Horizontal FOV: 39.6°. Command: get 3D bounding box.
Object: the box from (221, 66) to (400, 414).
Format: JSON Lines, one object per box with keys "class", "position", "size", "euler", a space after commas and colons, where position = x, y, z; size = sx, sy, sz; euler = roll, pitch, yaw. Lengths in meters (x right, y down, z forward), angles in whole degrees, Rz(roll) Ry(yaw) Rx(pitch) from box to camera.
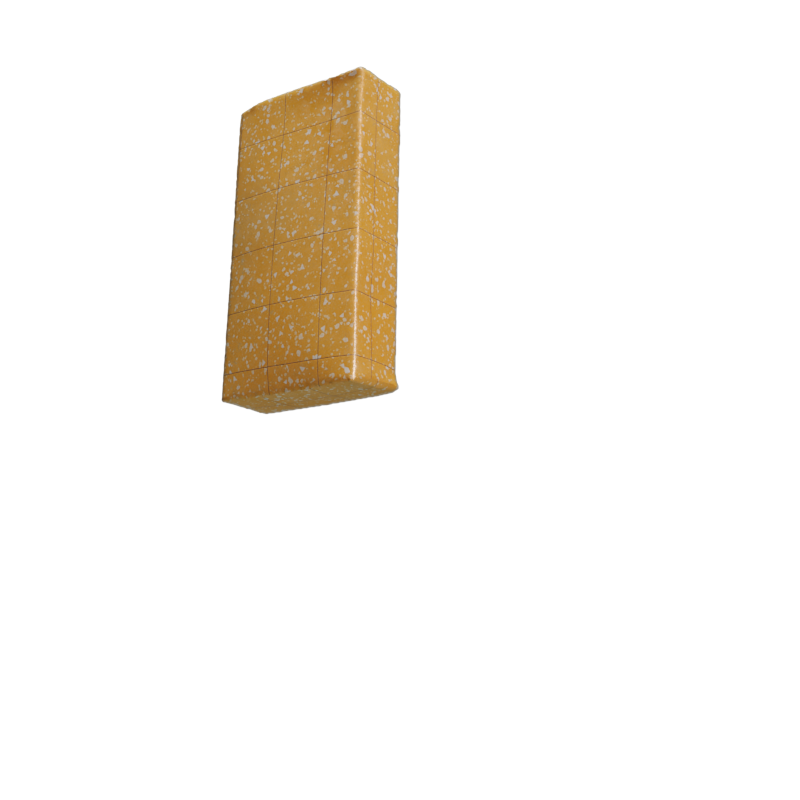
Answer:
{"class": "box", "position": [-0.048, -0.087, 0.608], "size": [0.095, 0.184, 0.045], "euler": [-13, -22, 34]}
